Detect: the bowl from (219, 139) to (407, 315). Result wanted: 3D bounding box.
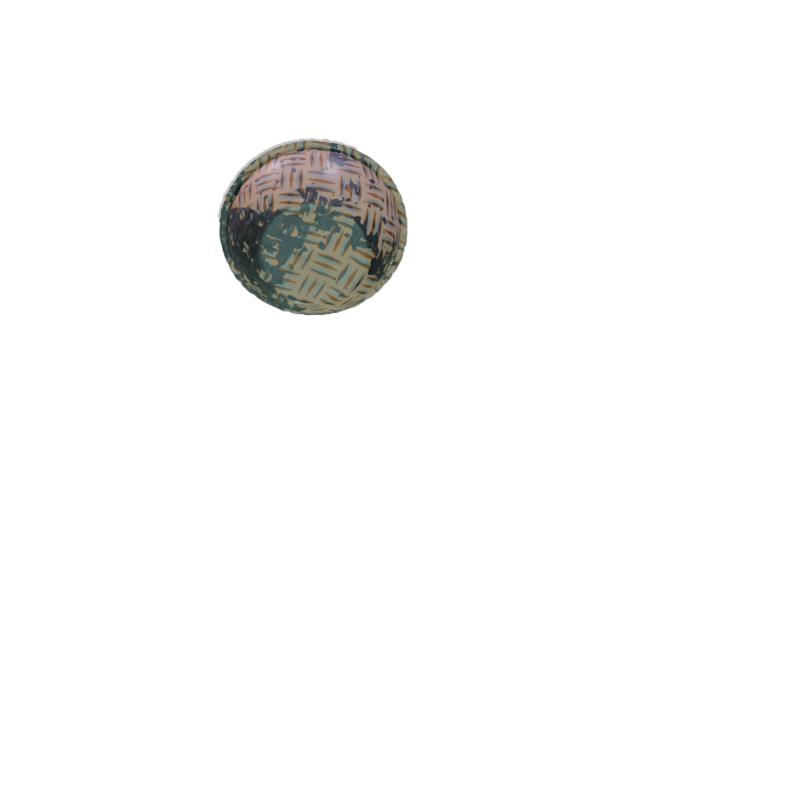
[{"bbox_3d":[-0.072,-0.132,0.923,0.162,0.154,0.058,1,25,-1],"label":"bowl"}]
